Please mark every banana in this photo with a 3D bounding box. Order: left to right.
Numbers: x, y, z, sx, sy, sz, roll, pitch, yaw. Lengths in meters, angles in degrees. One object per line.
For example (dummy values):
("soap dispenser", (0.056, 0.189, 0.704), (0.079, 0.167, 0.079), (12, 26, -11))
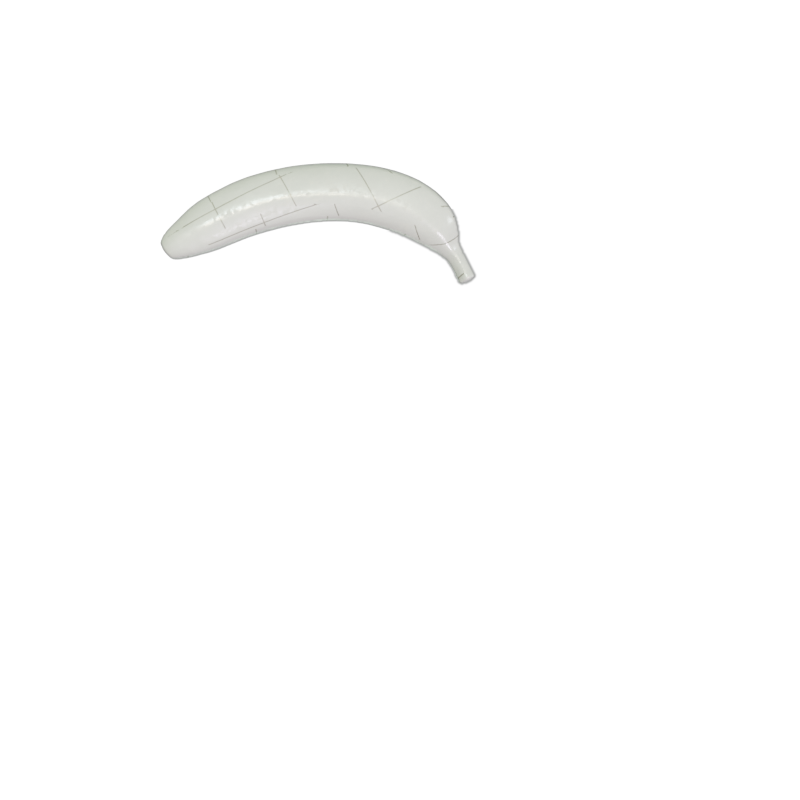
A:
("banana", (-0.049, -0.116, 0.695), (0.198, 0.073, 0.035), (4, -18, 1))
